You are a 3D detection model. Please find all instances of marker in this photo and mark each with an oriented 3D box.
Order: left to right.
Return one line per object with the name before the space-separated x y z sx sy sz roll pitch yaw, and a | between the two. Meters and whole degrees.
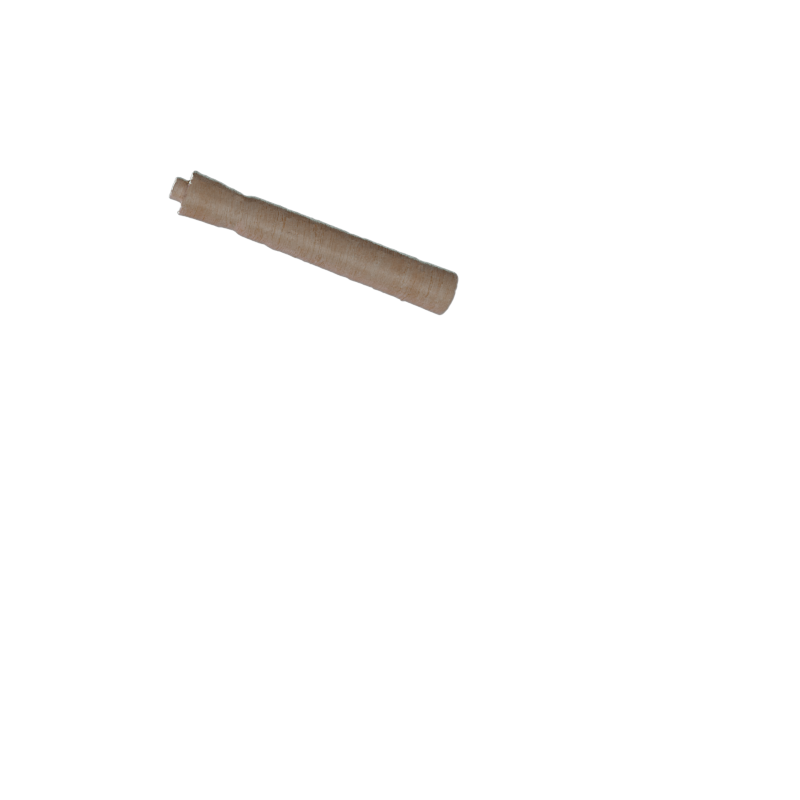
marker | -0.035 -0.064 0.447 0.119 0.020 0.020 20 0 -8
